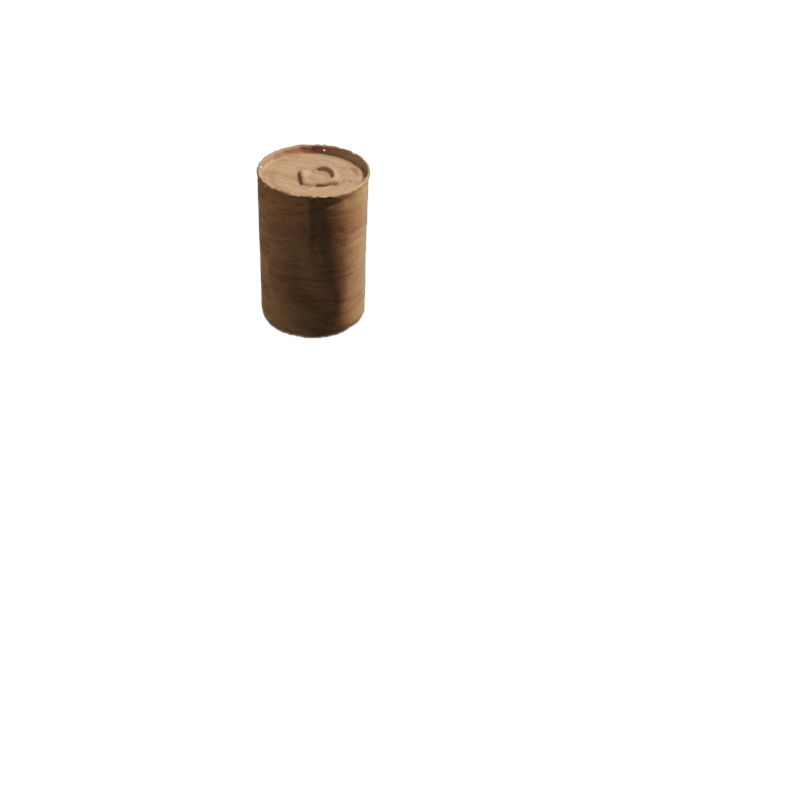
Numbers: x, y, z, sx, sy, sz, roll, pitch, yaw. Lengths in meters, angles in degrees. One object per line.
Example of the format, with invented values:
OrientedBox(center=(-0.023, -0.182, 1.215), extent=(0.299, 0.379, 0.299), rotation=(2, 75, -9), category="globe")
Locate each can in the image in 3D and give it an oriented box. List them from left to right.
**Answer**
OrientedBox(center=(-0.054, -0.098, 0.687), extent=(0.068, 0.096, 0.073), rotation=(0, 35, -3), category="can")
